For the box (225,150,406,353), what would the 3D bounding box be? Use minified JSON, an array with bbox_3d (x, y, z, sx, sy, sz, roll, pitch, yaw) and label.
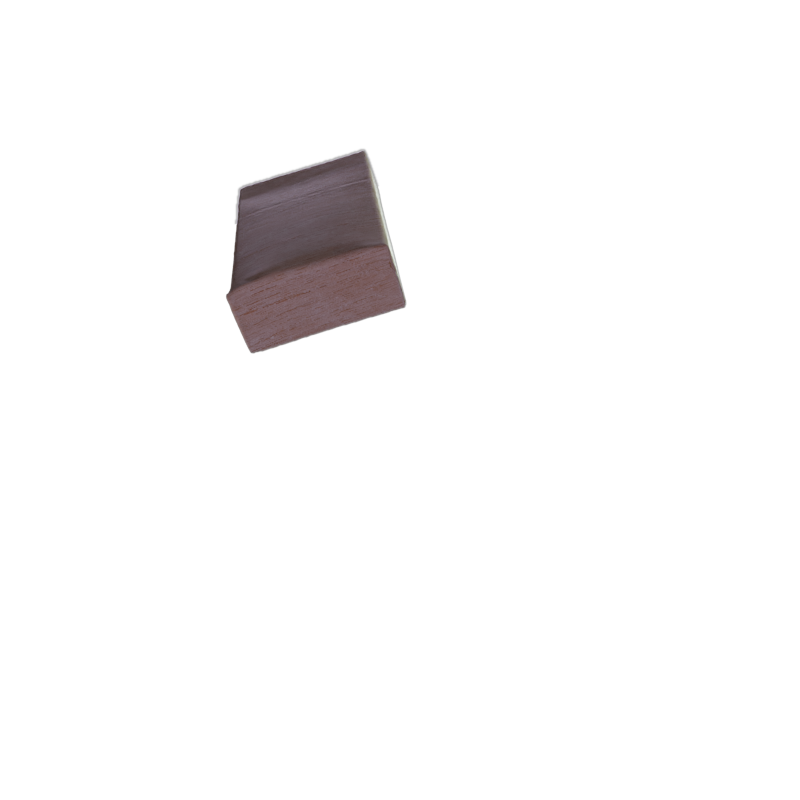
[{"bbox_3d":[-0.053,-0.096,0.676,0.093,0.045,0.186,-16,26,4],"label":"box"}]
